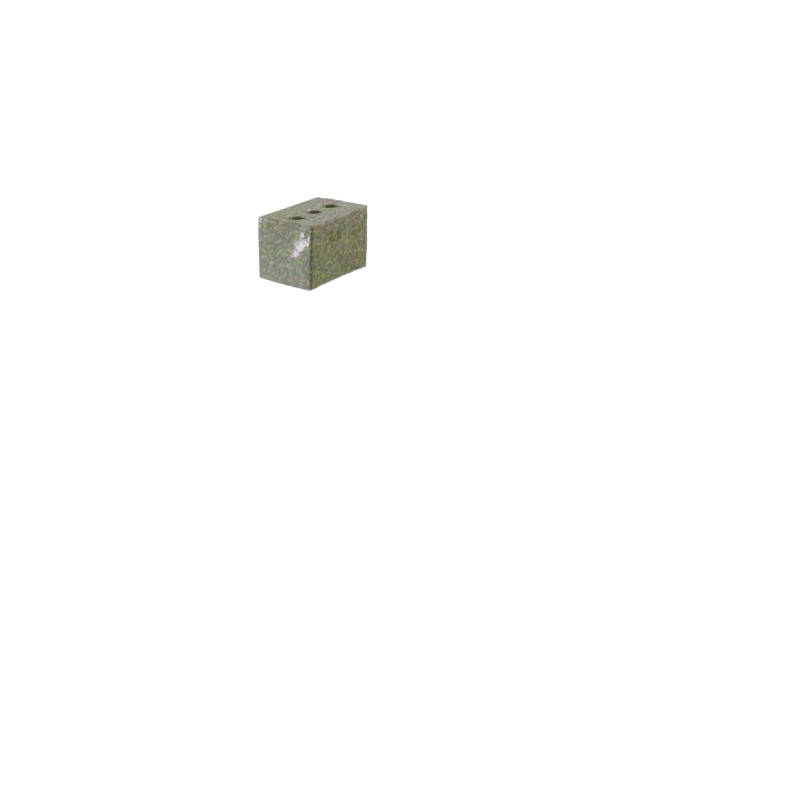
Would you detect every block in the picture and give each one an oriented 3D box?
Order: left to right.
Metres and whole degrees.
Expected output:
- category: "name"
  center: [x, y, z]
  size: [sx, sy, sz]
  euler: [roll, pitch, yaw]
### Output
- category: "block"
  center: [-0.068, -0.124, 0.869]
  size: [0.055, 0.049, 0.078]
  euler: [14, 26, 30]
